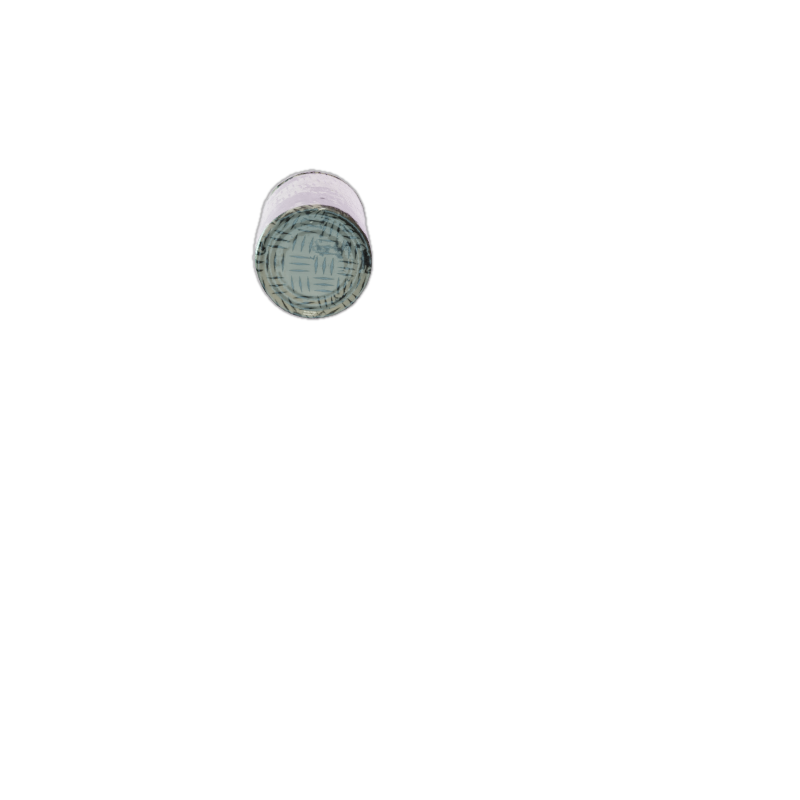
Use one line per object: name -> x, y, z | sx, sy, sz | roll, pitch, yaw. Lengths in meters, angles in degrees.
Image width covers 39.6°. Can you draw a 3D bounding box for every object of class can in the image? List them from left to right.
can -> -0.052, -0.095, 0.665 | 0.068, 0.066, 0.107 | 0, 20, -3
